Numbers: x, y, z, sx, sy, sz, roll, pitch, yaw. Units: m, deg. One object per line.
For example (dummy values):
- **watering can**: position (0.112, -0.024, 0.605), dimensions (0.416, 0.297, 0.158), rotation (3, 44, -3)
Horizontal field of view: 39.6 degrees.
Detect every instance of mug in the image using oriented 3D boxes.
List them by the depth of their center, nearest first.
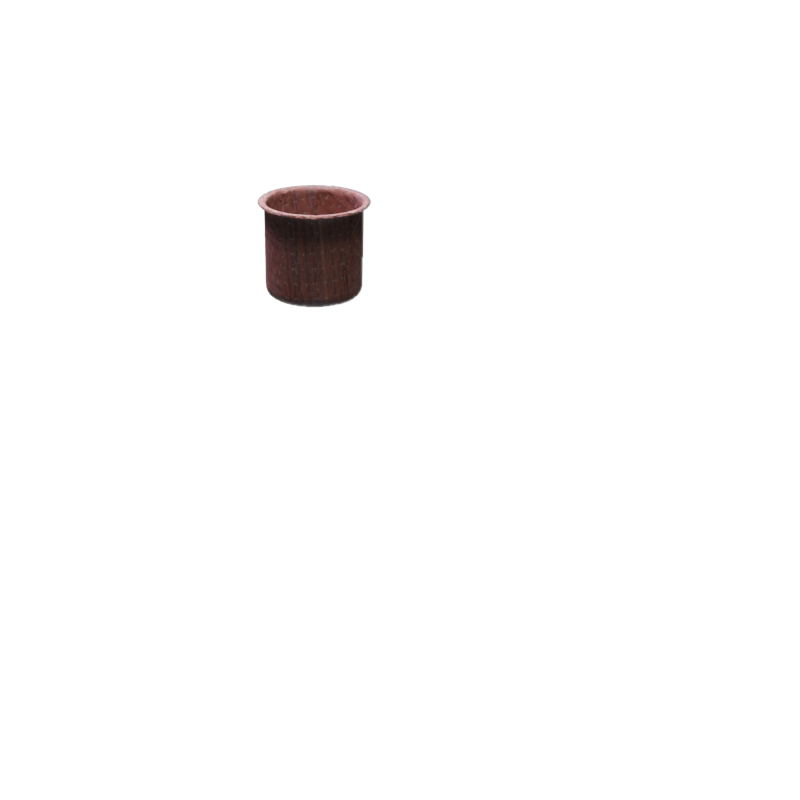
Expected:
- **mug**: position (-0.073, -0.134, 0.936), dimensions (0.093, 0.078, 0.124), rotation (-2, 24, -6)
